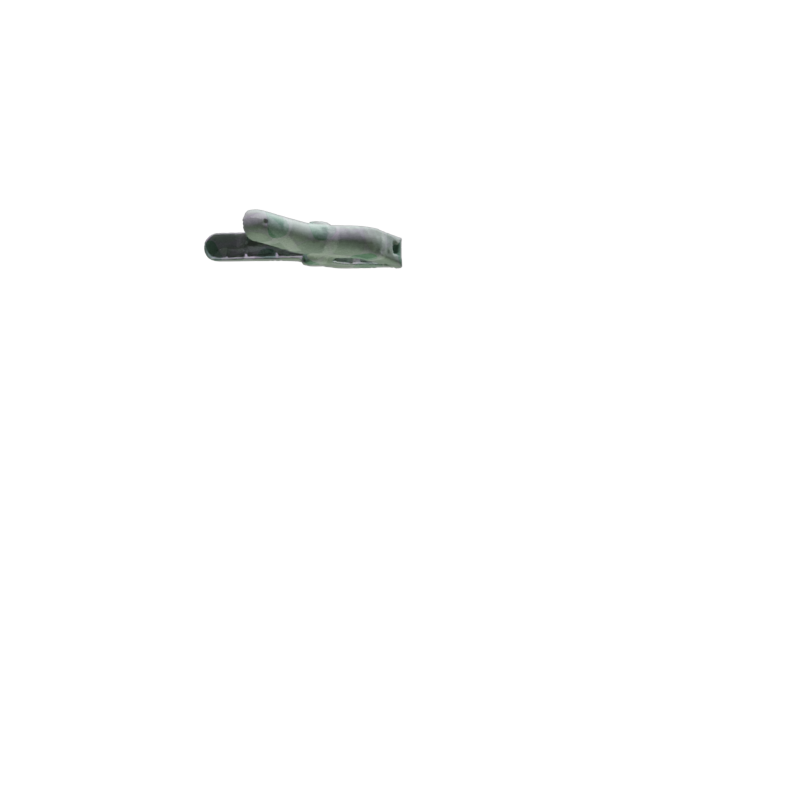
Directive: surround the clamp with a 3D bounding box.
[{"bbox_3d":[-0.073,-0.134,0.935,0.168,0.039,0.122,-1,2,-15],"label":"clamp"}]
